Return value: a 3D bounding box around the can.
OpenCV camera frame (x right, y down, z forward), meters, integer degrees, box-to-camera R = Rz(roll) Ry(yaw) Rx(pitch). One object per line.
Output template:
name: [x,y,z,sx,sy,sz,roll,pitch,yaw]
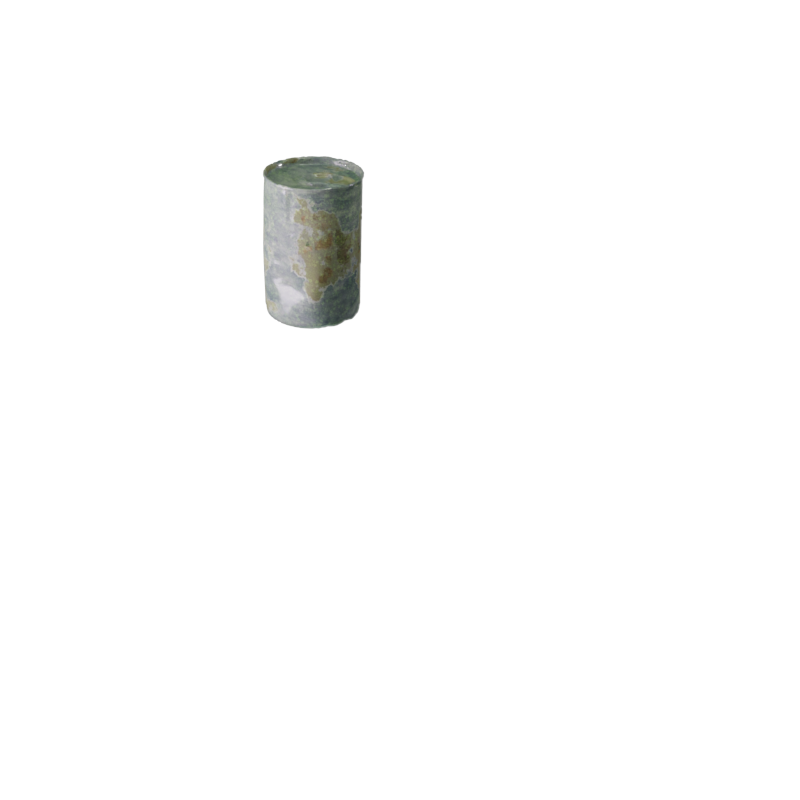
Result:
can: [-0.060,-0.109,0.762,0.068,0.097,0.072,0,26,-2]
